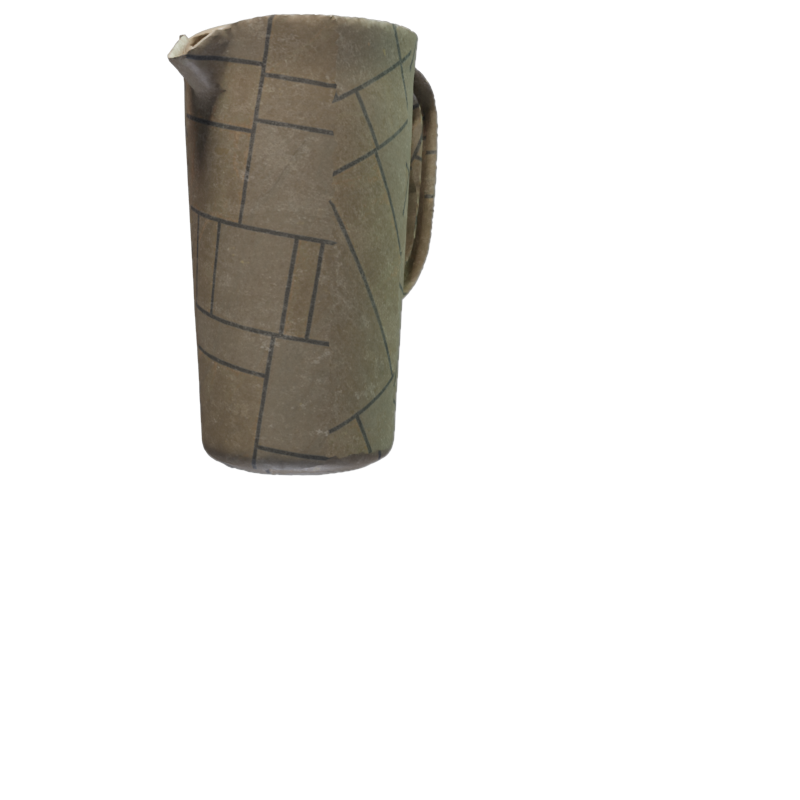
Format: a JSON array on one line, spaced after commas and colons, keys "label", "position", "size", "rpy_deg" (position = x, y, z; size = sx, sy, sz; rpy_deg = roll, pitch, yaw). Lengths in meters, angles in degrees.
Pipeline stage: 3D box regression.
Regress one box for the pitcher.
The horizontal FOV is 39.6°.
[{"label": "pitcher", "position": [-0.049, -0.090, 0.627], "size": [0.149, 0.242, 0.146], "rpy_deg": [0, 3, 0]}]
